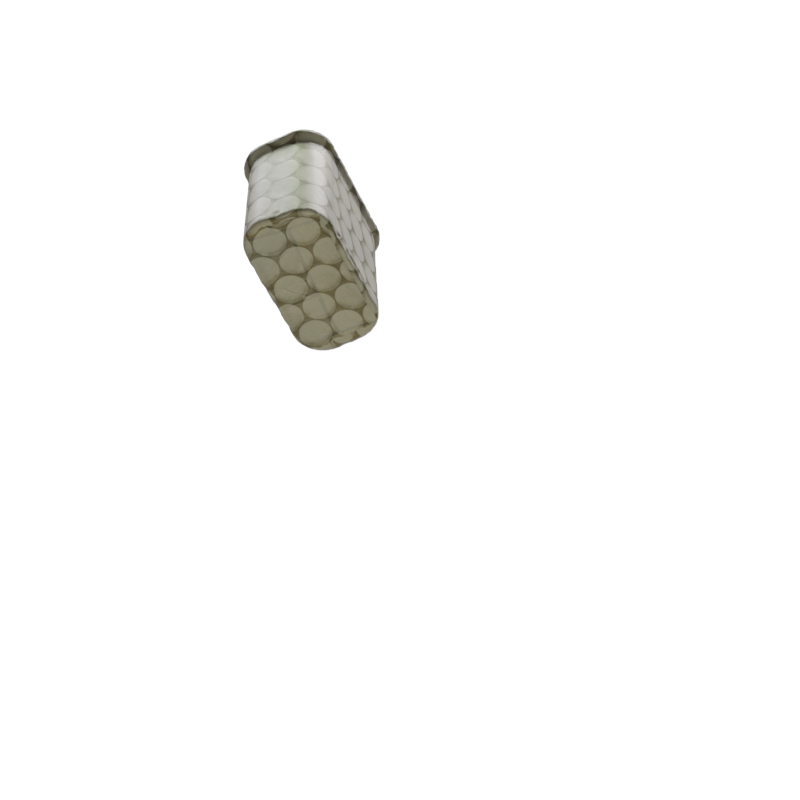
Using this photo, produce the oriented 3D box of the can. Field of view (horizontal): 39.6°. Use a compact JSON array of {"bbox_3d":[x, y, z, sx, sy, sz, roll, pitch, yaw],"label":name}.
[{"bbox_3d":[-0.051,-0.092,0.646,0.058,0.095,0.090,-21,36,13],"label":"can"}]
